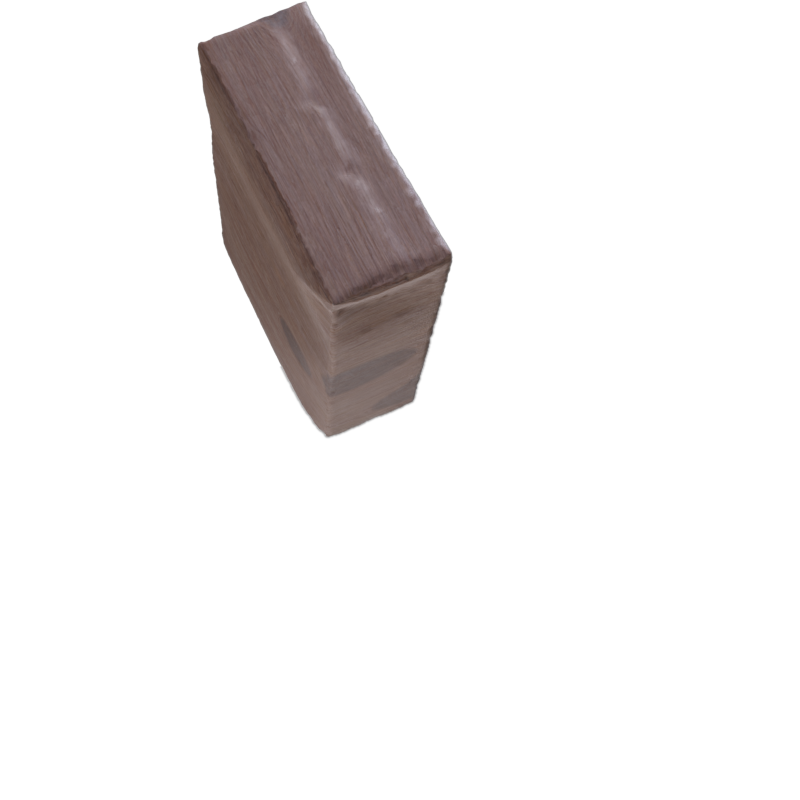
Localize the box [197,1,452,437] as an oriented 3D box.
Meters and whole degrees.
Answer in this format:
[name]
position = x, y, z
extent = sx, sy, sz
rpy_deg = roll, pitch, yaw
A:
[box]
position = -0.049, -0.089, 0.626
extent = 0.072, 0.173, 0.203
rpy_deg = -24, -19, -12
